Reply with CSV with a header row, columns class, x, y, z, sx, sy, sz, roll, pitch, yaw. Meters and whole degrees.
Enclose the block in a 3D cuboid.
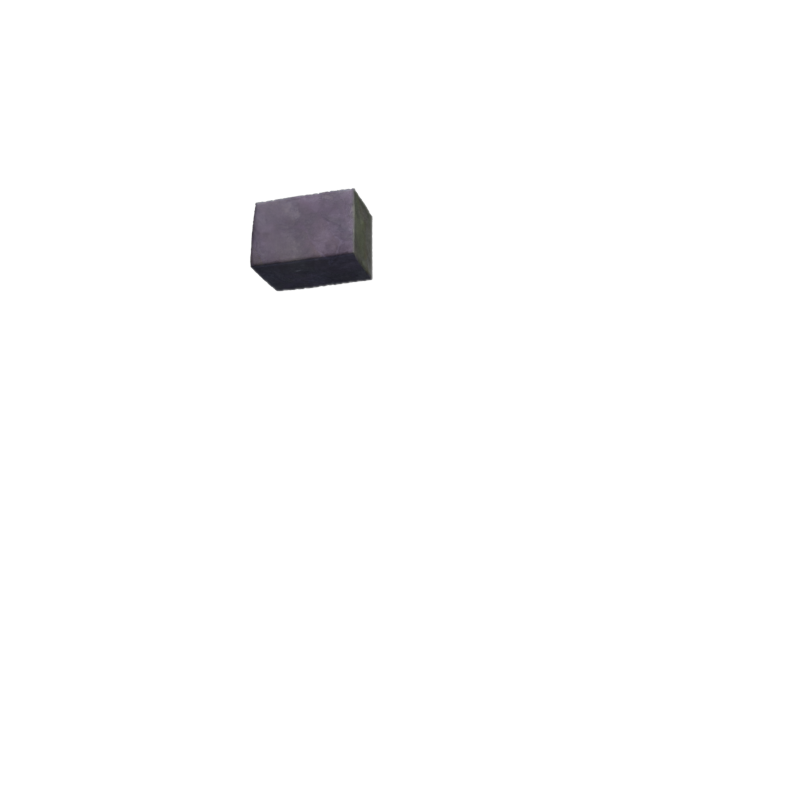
class,x,y,z,sx,sy,sz,roll,pitch,yaw
block,-0.063,-0.115,0.802,0.079,0.054,0.049,-6,-21,15
